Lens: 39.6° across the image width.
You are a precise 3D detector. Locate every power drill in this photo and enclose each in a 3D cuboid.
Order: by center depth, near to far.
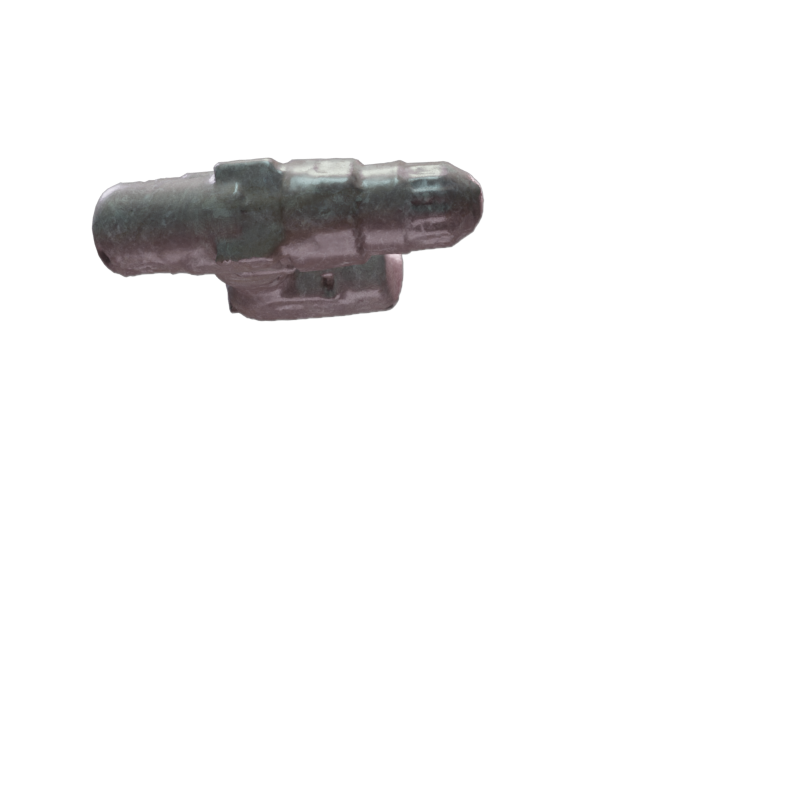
[{"bbox_3d":[-0.046,-0.083,0.584,0.187,0.059,0.181,-1,-5,9],"label":"power drill"}]
